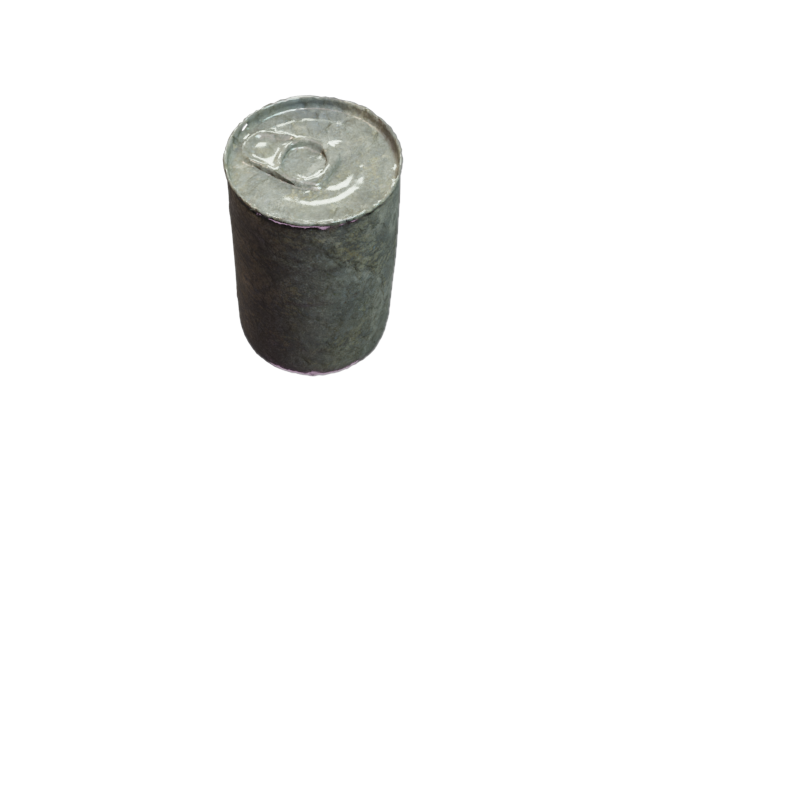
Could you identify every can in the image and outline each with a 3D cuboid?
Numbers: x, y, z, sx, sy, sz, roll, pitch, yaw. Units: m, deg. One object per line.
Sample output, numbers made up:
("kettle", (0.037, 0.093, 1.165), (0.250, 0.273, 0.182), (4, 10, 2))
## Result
("can", (-0.036, -0.065, 0.456), (0.068, 0.073, 0.095), (0, -35, -3))
